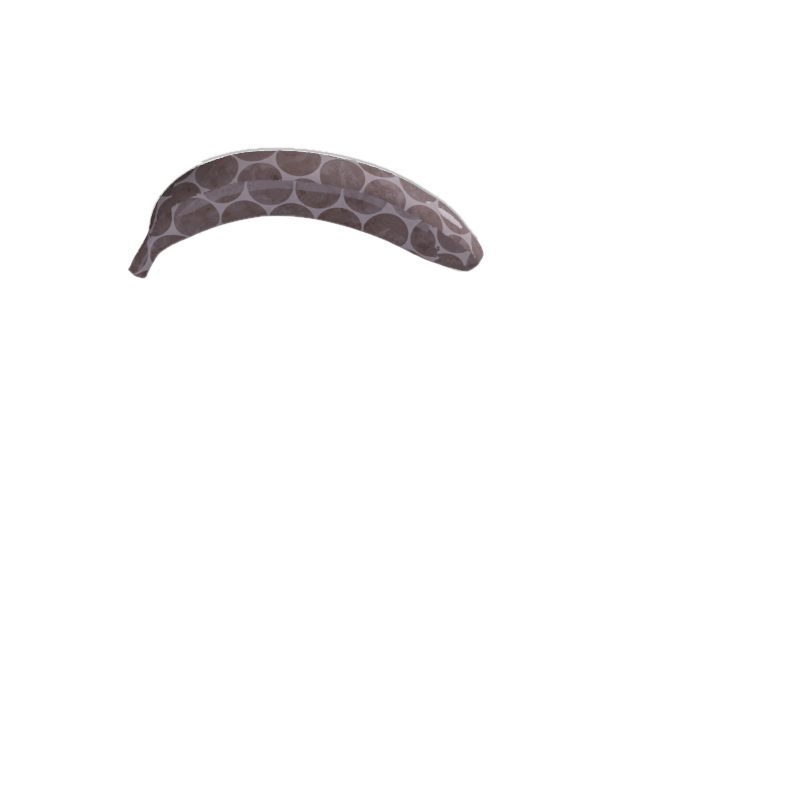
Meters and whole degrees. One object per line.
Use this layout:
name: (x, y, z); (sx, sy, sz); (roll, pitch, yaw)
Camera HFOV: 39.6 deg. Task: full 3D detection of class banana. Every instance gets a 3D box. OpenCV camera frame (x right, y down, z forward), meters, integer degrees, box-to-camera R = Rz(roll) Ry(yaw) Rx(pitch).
banana: (-0.052, -0.105, 0.616); (0.198, 0.066, 0.039); (-1, 22, 0)
